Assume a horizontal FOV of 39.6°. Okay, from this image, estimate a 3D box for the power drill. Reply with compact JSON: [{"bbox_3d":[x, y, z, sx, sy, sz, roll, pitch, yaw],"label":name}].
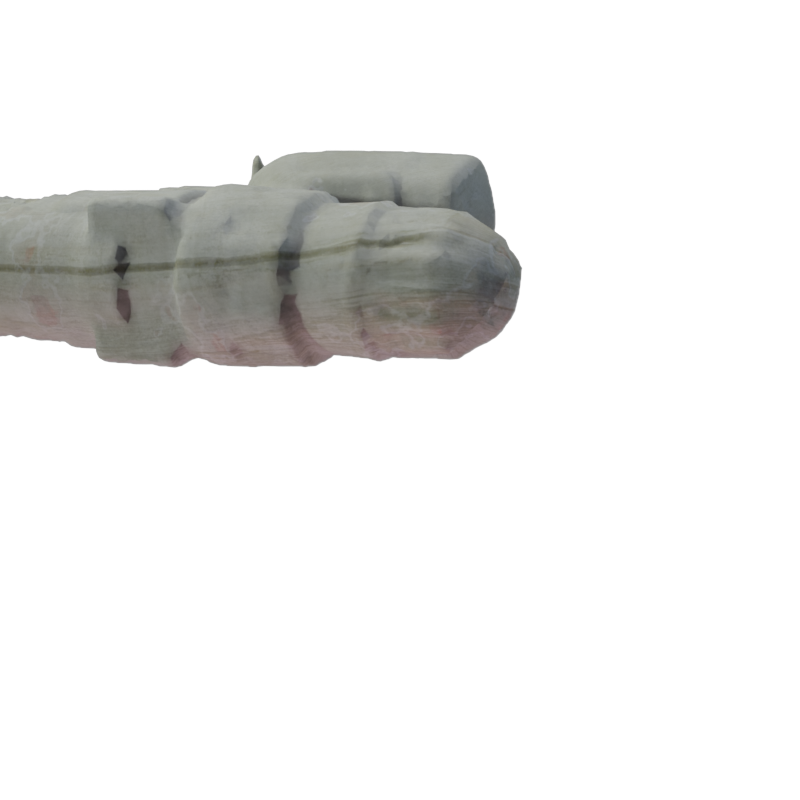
[{"bbox_3d":[-0.030,-0.055,0.384,0.191,0.056,0.186,6,15,24],"label":"power drill"}]
